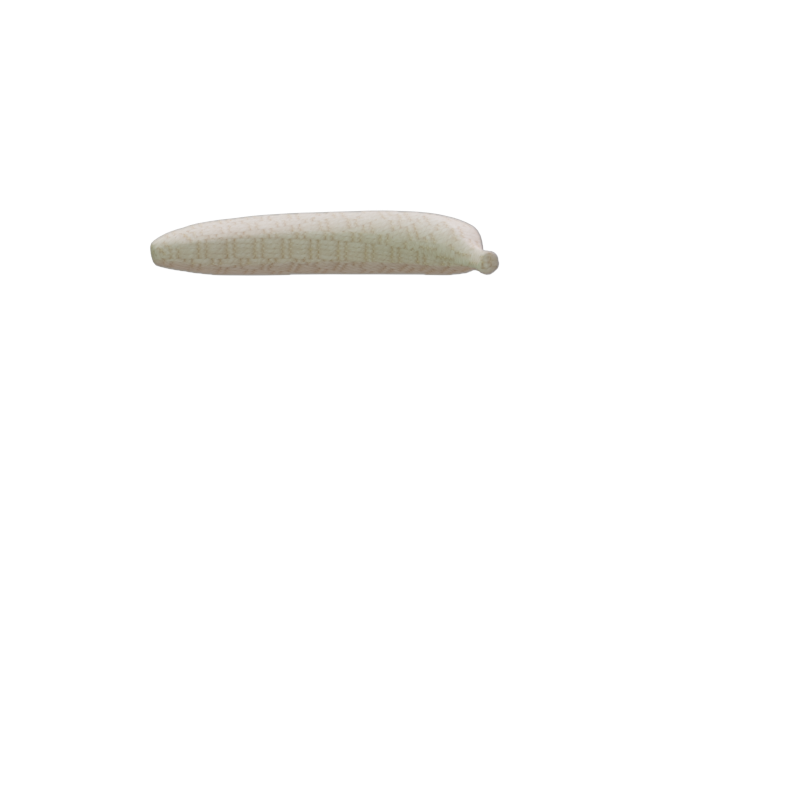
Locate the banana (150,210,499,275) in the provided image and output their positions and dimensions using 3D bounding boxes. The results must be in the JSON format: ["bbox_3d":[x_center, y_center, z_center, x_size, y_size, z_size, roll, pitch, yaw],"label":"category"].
[{"bbox_3d":[-0.039,-0.088,0.621,0.202,0.037,0.068,2,5,18],"label":"banana"}]
